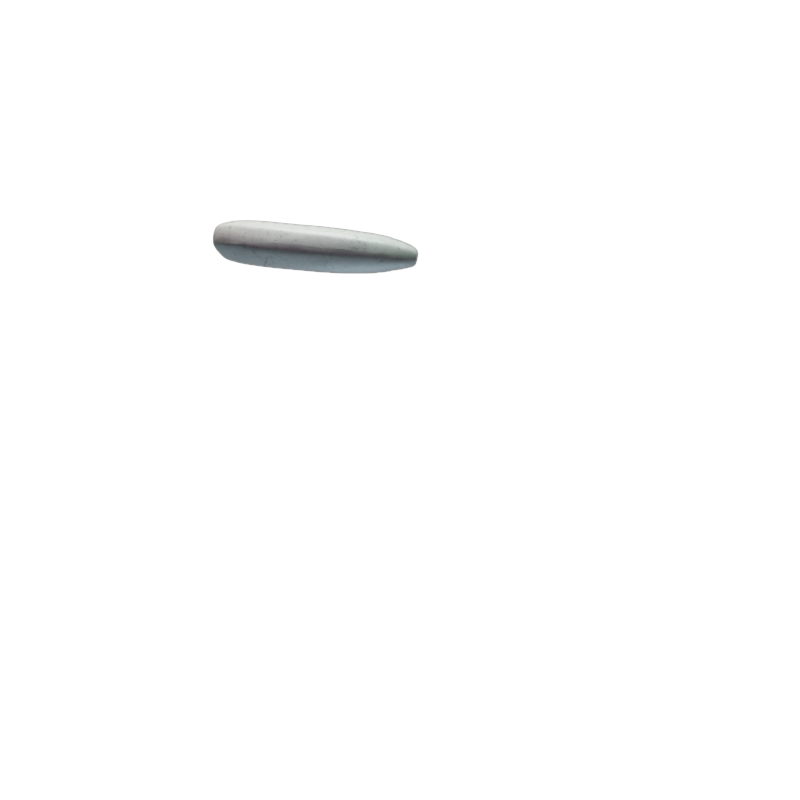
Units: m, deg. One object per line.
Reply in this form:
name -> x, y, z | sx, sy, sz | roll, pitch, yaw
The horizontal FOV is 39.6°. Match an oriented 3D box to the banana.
banana -> -0.085, -0.127, 0.905 | 0.207, 0.036, 0.068 | 11, 18, 33
